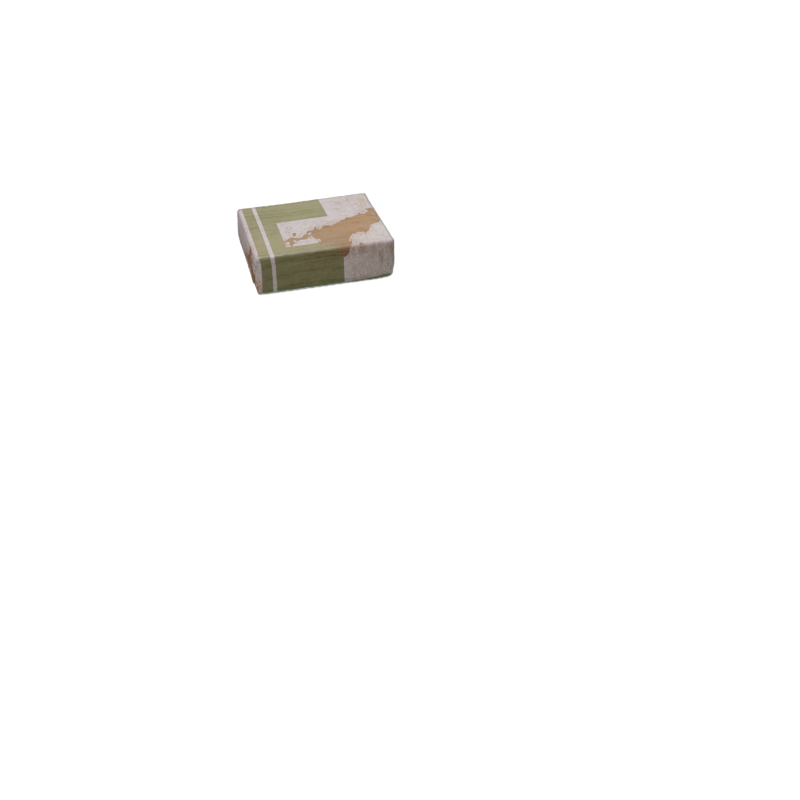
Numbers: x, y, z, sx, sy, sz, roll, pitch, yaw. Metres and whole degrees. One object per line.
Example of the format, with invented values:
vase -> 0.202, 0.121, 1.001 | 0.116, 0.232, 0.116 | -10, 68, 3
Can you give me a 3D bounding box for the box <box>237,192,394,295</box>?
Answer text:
box -> -0.070, -0.128, 0.895 | 0.112, 0.036, 0.097 | -8, 35, -12
